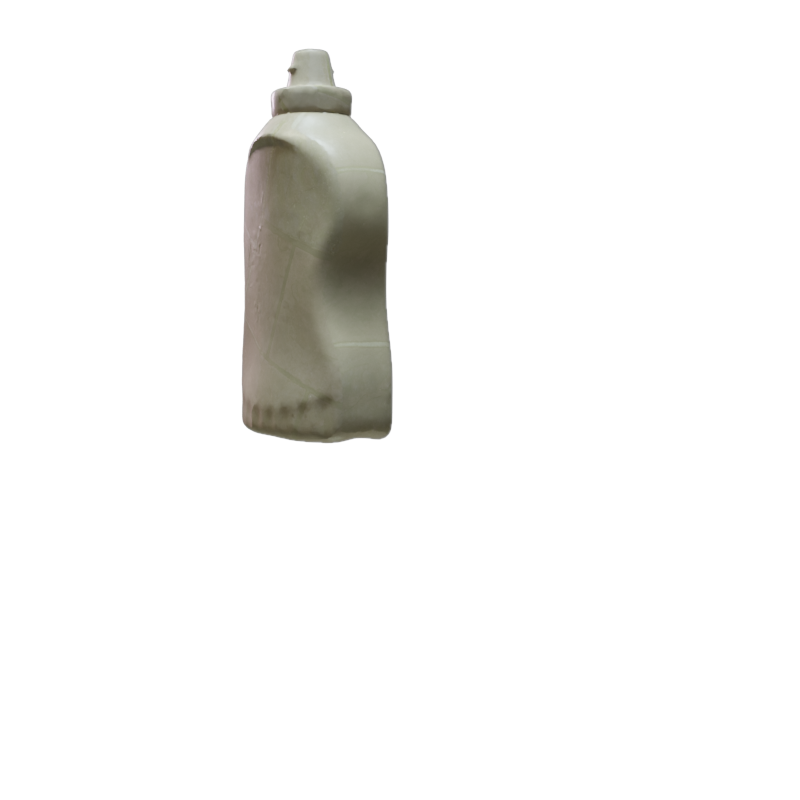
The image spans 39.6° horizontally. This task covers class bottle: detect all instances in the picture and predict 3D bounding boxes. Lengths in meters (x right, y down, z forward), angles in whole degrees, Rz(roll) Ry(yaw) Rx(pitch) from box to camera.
[{"bbox_3d":[-0.044,-0.079,0.555,0.056,0.193,0.099,1,-2,-33],"label":"bottle"}]
